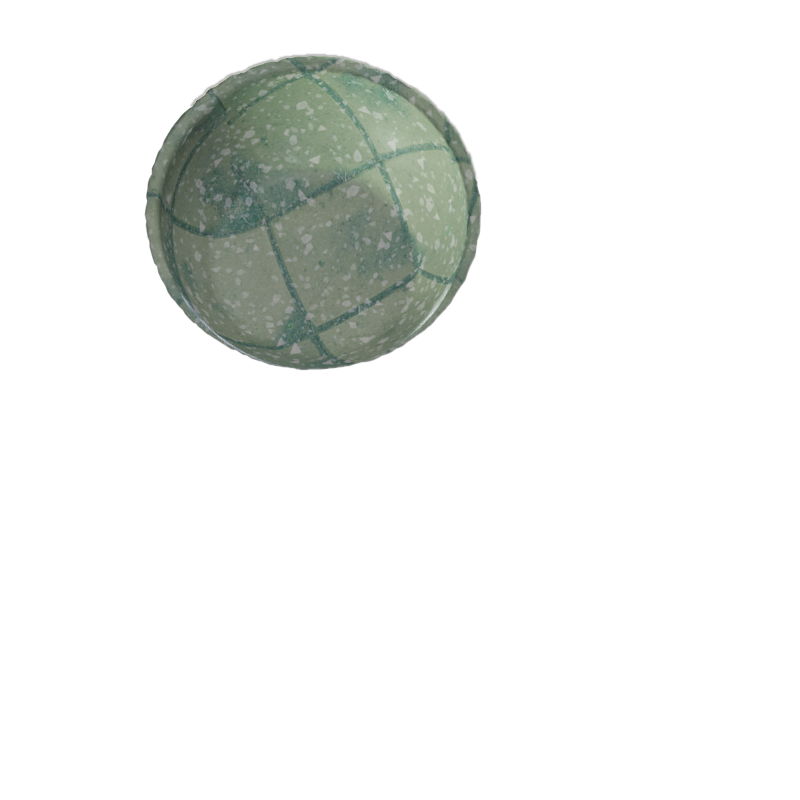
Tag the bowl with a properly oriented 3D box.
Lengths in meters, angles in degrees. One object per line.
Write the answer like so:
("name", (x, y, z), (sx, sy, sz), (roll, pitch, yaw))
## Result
("bowl", (-0.040, -0.073, 0.510), (0.162, 0.154, 0.058), (1, 25, -1))
